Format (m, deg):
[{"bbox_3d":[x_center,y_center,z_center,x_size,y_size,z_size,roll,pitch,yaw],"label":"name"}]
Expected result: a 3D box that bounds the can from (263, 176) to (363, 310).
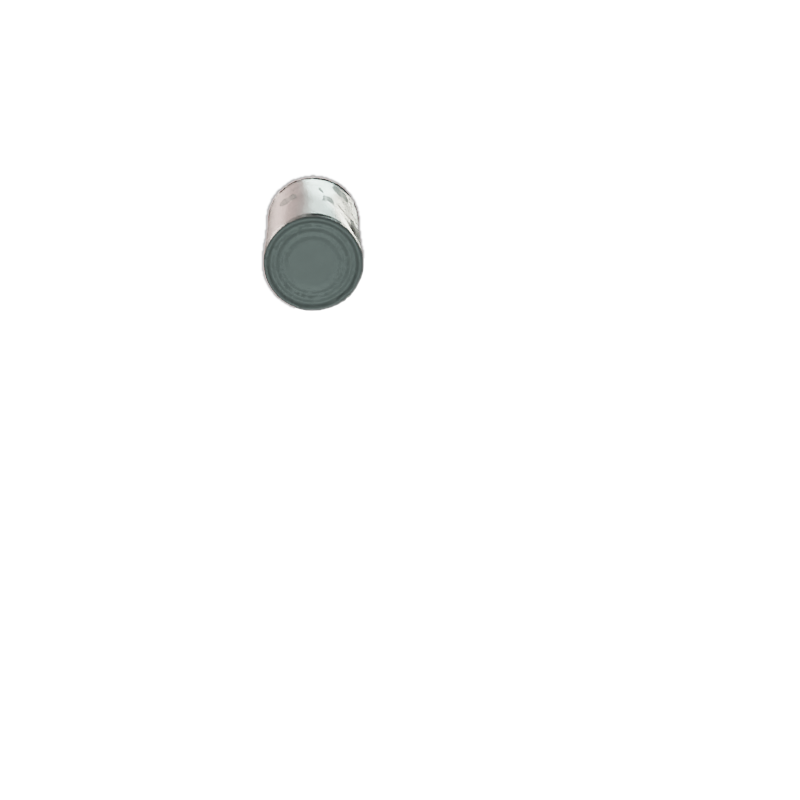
[{"bbox_3d":[-0.061,-0.110,0.773,0.068,0.065,0.107,0,23,-3],"label":"can"}]
